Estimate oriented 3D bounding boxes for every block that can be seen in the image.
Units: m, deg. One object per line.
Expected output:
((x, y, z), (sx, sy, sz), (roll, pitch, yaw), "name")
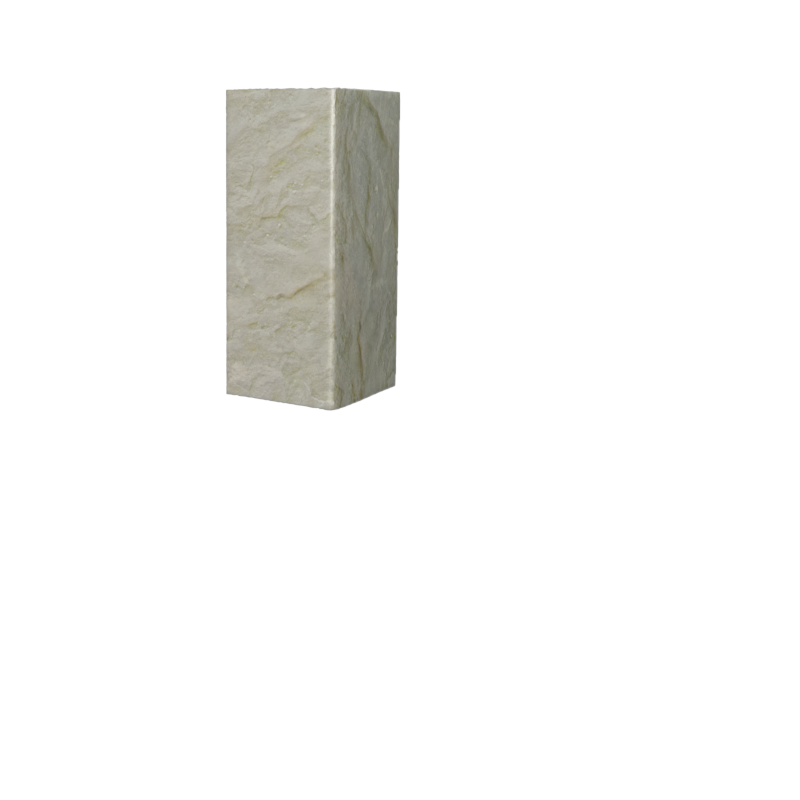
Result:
((-0.059, -0.108, 0.759), (0.094, 0.203, 0.088), (5, 8, 30), "block")
